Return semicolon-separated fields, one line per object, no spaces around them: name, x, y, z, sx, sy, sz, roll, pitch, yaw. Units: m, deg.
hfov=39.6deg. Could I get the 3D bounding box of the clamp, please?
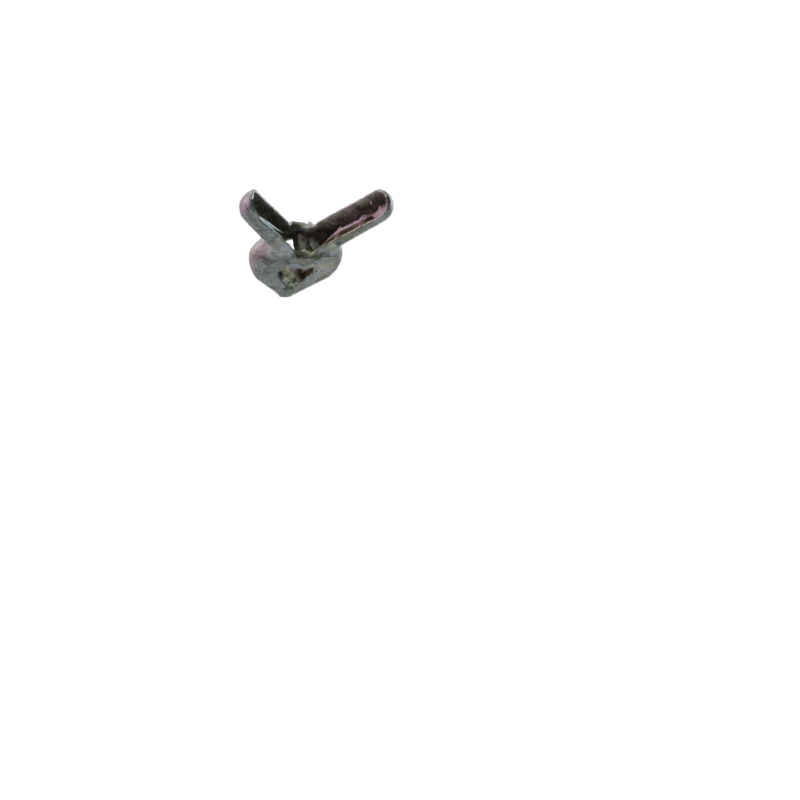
clamp;-0.072;-0.131;0.916;0.119;0.041;0.165;1;-16;-5
